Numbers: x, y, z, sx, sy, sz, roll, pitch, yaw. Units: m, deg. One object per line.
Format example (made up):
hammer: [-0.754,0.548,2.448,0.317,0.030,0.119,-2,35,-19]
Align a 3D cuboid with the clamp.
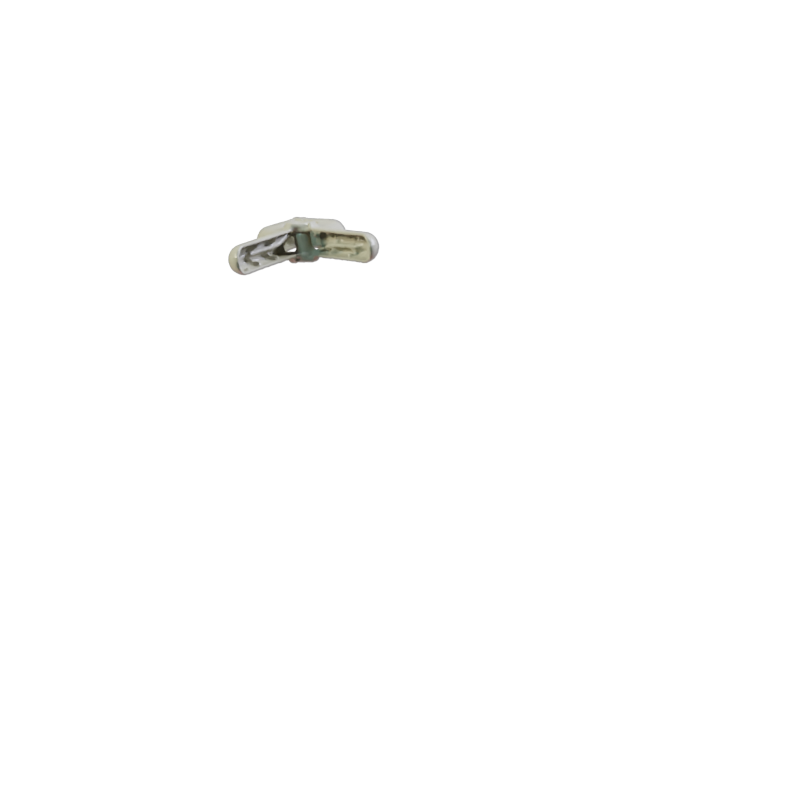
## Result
clamp: [-0.075,-0.136,0.955,0.121,0.038,0.176,1,18,4]
